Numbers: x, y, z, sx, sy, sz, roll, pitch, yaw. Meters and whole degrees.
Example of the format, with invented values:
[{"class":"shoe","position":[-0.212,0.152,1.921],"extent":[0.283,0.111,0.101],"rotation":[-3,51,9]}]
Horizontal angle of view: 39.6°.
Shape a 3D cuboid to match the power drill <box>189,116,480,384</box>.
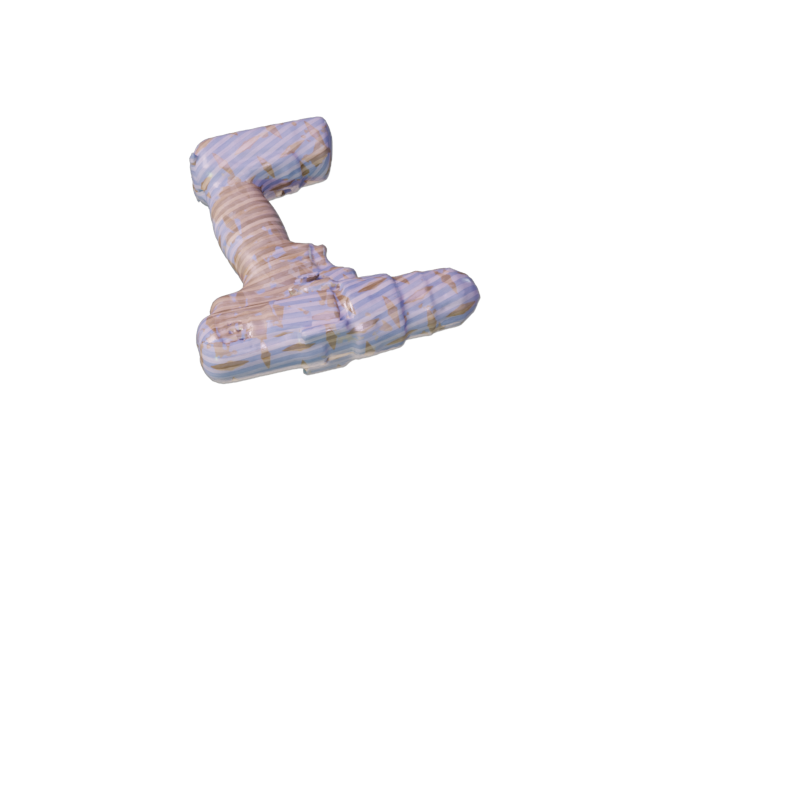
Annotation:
[{"class":"power drill","position":[-0.059,-0.107,0.749],"extent":[0.183,0.203,0.053],"rotation":[-13,-36,-10]}]
